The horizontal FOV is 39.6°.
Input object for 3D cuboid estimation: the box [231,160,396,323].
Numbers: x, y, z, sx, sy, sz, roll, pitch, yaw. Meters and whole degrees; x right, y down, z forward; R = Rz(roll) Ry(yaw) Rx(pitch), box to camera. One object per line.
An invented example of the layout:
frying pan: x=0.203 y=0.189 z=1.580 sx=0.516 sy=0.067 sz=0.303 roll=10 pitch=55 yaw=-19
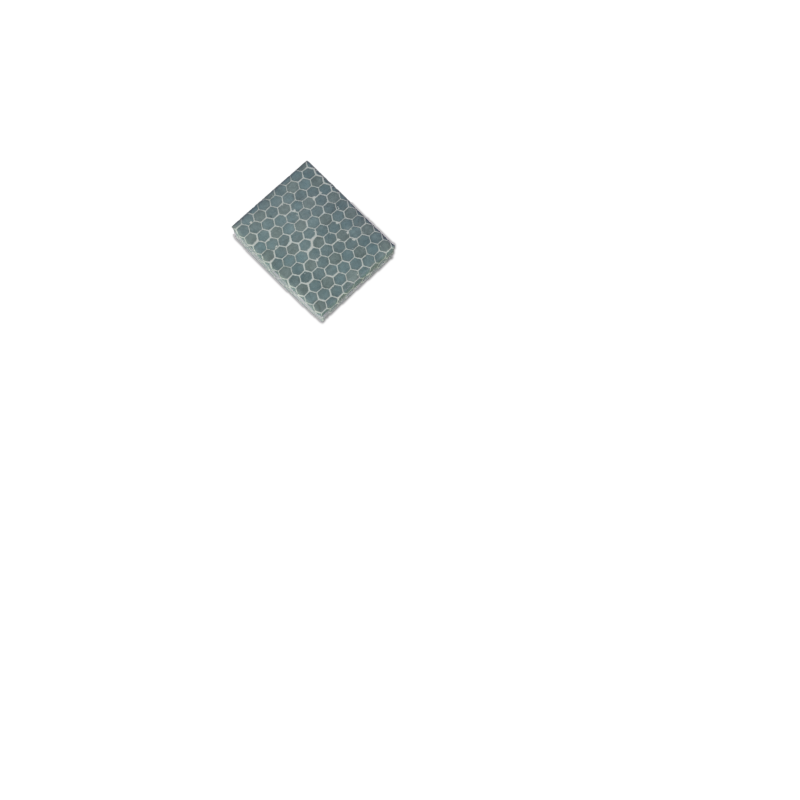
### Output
box: x=-0.075 y=-0.136 z=0.951 sx=0.090 sy=0.117 sz=0.037 roll=-43 pitch=-11 yaw=-11
